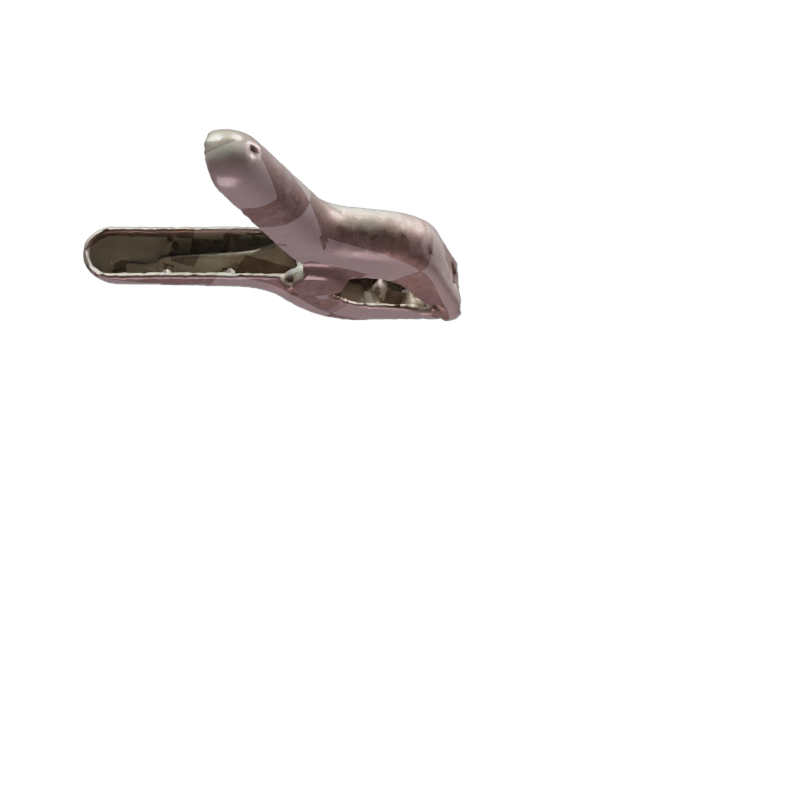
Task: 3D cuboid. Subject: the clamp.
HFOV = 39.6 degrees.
[{"bbox_3d":[-0.037,-0.067,0.471,0.165,0.041,0.120,6,-13,-27],"label":"clamp"}]
